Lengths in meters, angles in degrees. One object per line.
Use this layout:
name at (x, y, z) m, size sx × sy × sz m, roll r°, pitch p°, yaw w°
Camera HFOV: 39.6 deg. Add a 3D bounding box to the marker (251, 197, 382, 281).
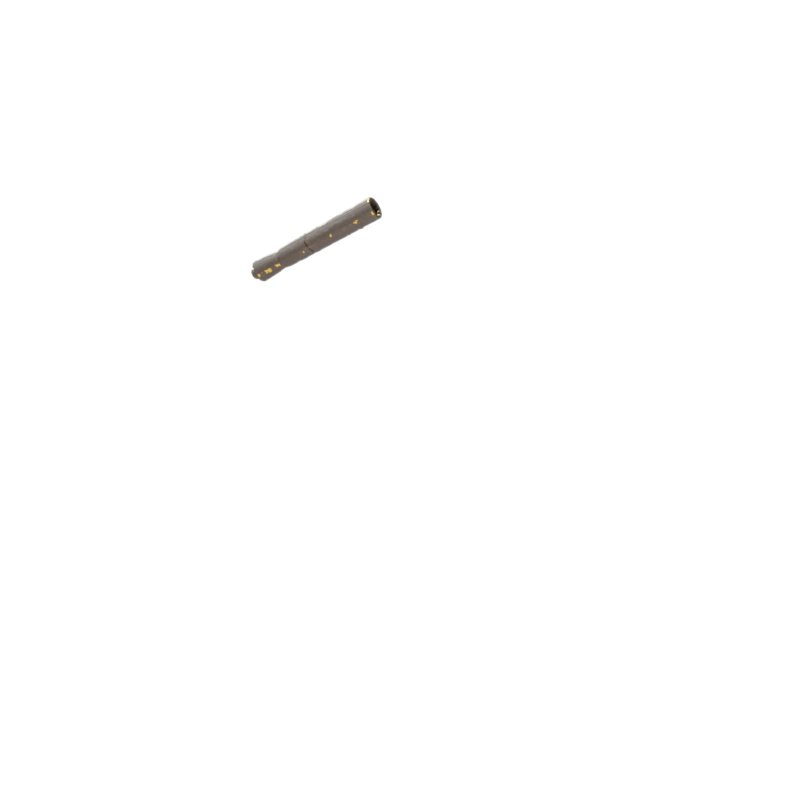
marker at (-0.069, -0.126, 0.881) m, size 0.121 × 0.020 × 0.019 m, roll -25°, pitch -7°, yaw 24°
